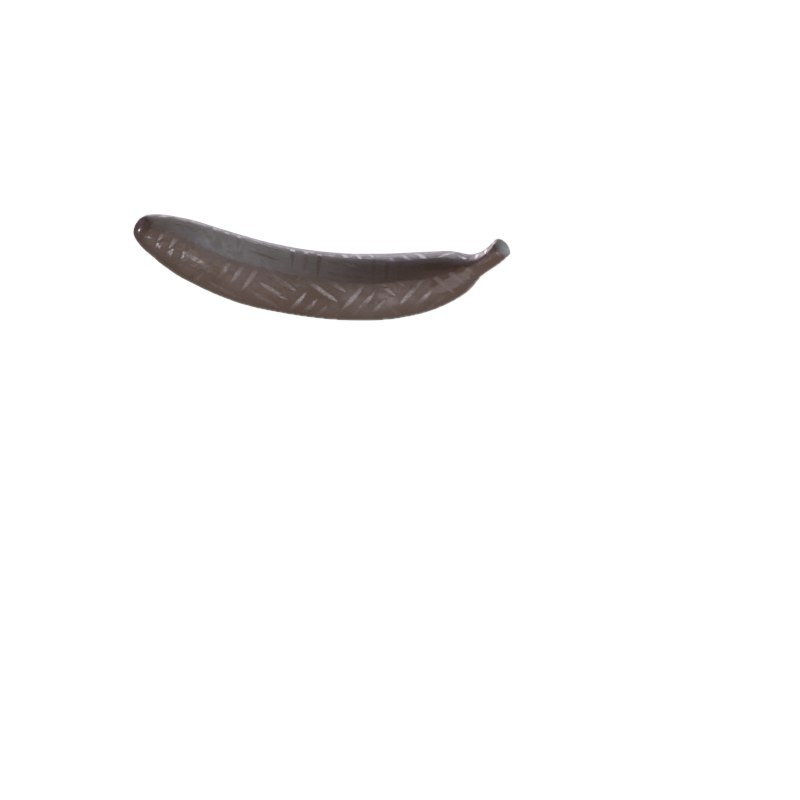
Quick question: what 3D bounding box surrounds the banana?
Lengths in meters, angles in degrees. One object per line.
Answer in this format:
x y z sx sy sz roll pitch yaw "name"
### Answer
-0.045 -0.073 0.607 0.197 0.039 0.065 2 -43 -3 "banana"
